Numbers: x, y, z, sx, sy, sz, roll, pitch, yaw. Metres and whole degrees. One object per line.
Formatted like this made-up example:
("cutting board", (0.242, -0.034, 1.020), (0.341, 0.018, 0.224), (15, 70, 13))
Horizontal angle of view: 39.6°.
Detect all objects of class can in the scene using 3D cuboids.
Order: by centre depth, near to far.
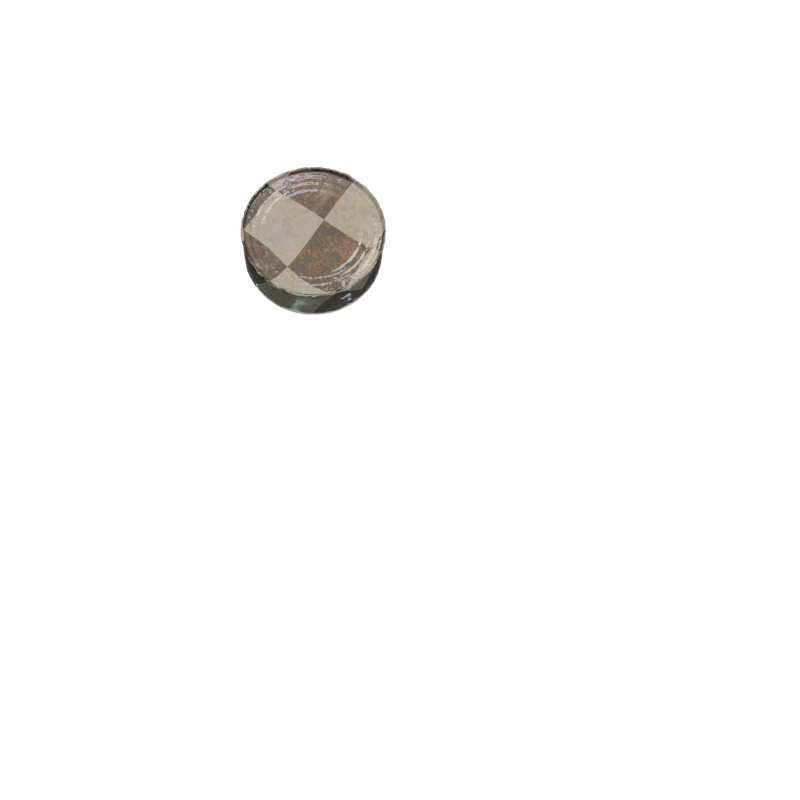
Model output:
("can", (-0.052, -0.095, 0.667), (0.086, 0.091, 0.032), (-1, -26, -1))
